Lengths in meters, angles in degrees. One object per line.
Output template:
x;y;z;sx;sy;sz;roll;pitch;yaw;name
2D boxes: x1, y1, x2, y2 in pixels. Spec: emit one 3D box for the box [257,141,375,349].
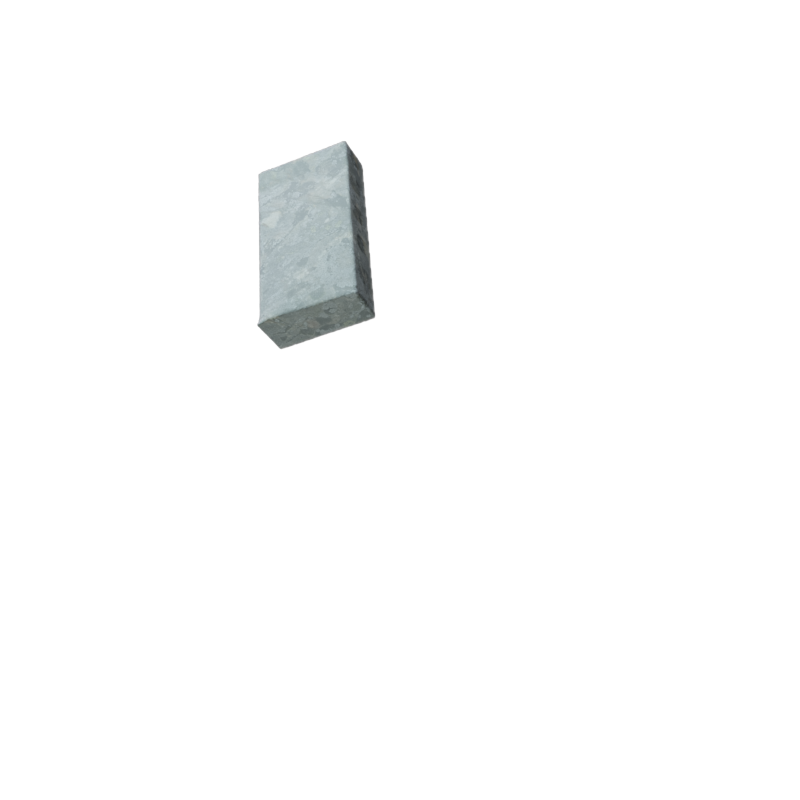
-0.075;-0.137;0.964;0.094;0.189;0.044;-18;-41;18;box
